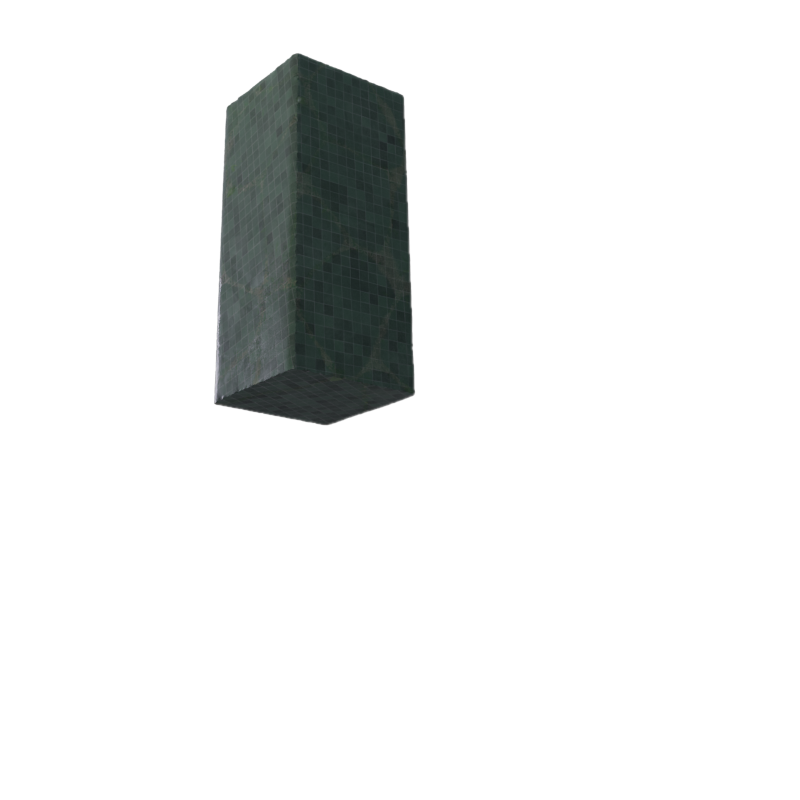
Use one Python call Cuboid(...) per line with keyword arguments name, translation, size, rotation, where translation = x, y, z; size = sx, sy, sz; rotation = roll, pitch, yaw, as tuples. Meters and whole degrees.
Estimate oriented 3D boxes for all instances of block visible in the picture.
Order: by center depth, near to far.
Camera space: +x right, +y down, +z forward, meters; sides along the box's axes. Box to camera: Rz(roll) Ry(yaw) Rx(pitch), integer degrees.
Cuboid(name="block", translation=(-0.055, -0.100, 0.702), size=(0.086, 0.217, 0.090), rotation=(15, -27, -35))
